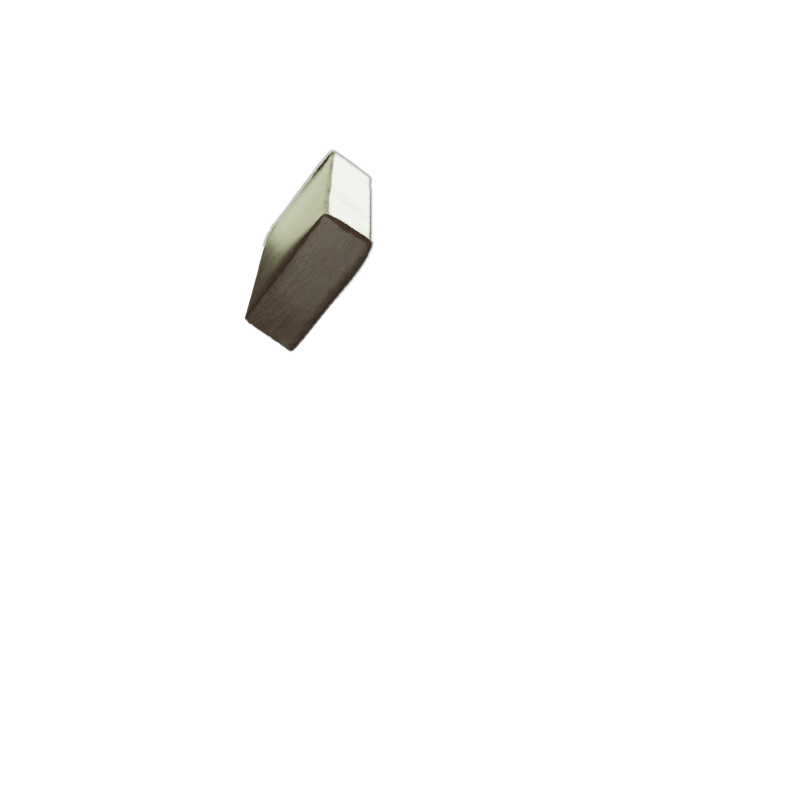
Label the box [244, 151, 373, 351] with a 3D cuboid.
[{"bbox_3d":[-0.062,-0.113,0.790,0.046,0.092,0.185,34,18,-18],"label":"box"}]
